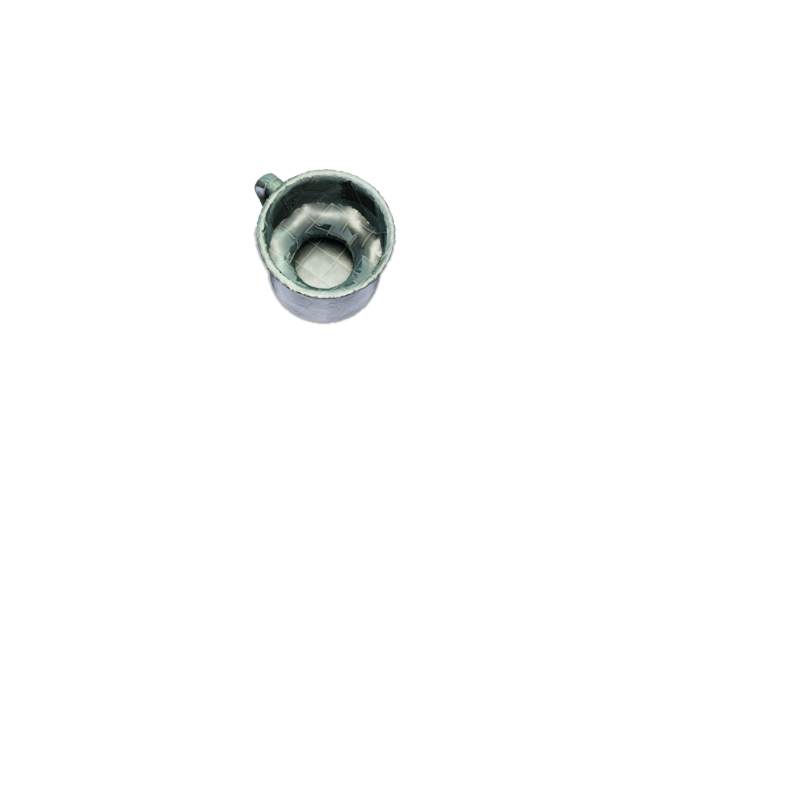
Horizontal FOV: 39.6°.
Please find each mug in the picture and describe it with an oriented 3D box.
[{"bbox_3d":[-0.061,-0.111,0.778,0.094,0.121,0.078,-43,-12,-14],"label":"mug"}]
